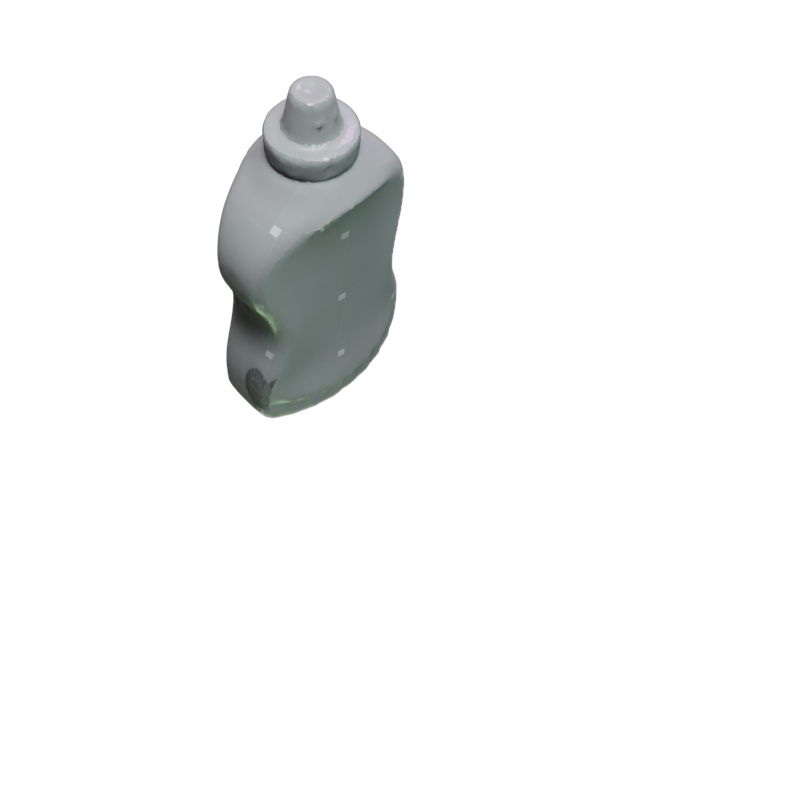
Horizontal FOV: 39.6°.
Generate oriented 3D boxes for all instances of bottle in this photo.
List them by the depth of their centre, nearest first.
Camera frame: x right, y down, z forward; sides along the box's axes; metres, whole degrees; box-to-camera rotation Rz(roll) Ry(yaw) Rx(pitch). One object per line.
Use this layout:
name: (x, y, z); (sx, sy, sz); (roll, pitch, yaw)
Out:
bottle: (-0.041, -0.074, 0.513); (0.097, 0.062, 0.179); (-37, -24, -24)
